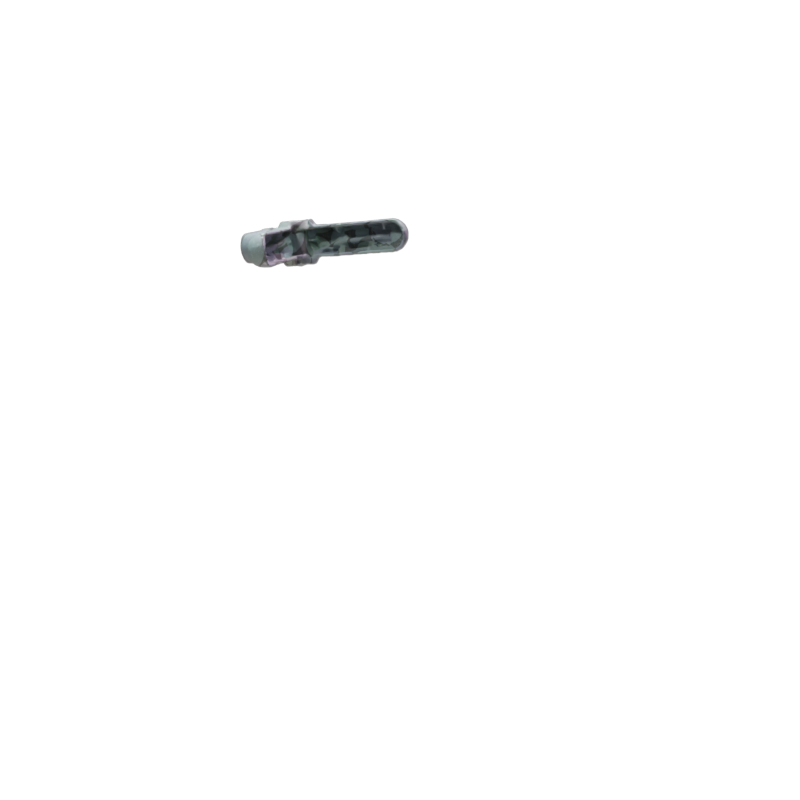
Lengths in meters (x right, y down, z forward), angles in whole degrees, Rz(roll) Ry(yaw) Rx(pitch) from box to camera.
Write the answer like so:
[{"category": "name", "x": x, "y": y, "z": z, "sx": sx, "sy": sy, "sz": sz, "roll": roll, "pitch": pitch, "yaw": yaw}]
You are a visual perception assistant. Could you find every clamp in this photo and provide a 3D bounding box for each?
[{"category": "clamp", "x": -0.067, "y": -0.123, "z": 0.860, "sx": 0.118, "sy": 0.039, "sz": 0.177, "roll": -2, "pitch": 11, "yaw": -13}]
